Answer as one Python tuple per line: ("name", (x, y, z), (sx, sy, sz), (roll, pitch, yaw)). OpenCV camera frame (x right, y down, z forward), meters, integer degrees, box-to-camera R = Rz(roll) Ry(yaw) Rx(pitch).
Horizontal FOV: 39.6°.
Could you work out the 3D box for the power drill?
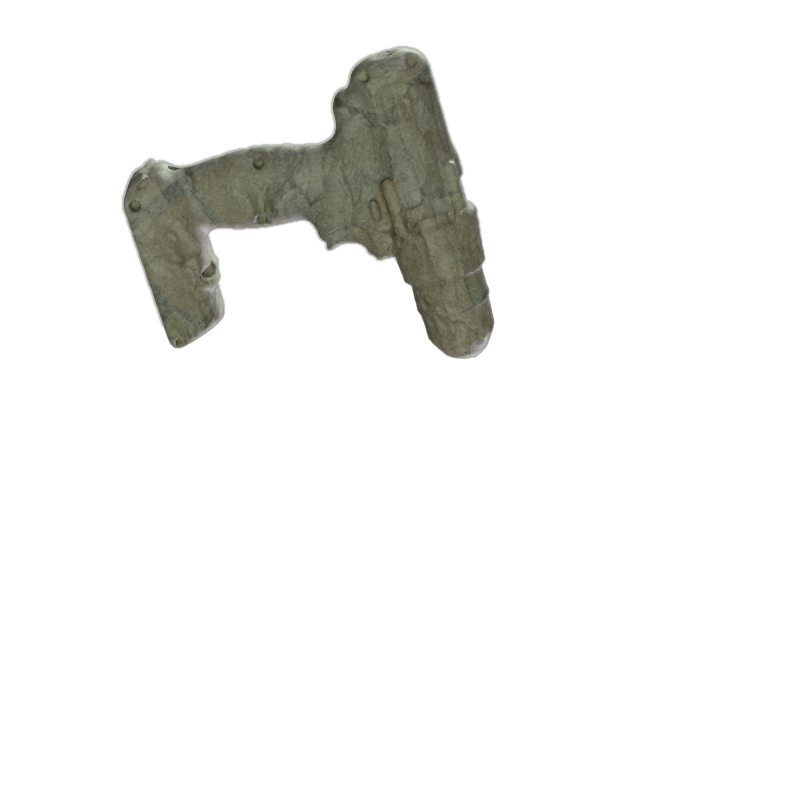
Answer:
("power drill", (-0.049, -0.090, 0.632), (0.188, 0.177, 0.060), (-15, 16, 4))
